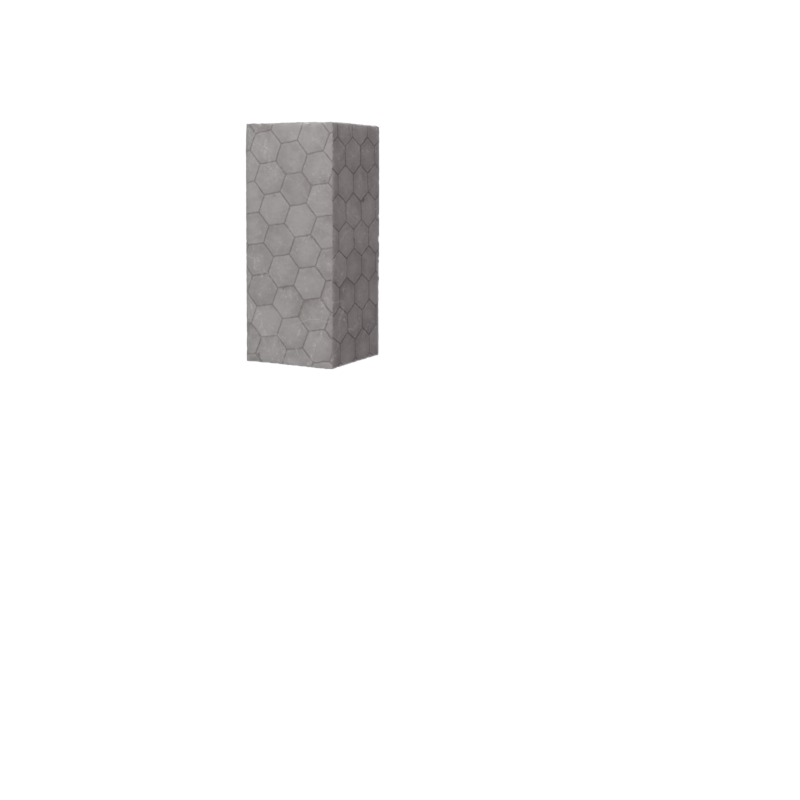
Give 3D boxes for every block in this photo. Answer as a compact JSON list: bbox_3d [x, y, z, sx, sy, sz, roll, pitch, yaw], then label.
[{"bbox_3d":[-0.077,-0.140,0.979,0.093,0.204,0.088,3,6,27],"label":"block"}]
